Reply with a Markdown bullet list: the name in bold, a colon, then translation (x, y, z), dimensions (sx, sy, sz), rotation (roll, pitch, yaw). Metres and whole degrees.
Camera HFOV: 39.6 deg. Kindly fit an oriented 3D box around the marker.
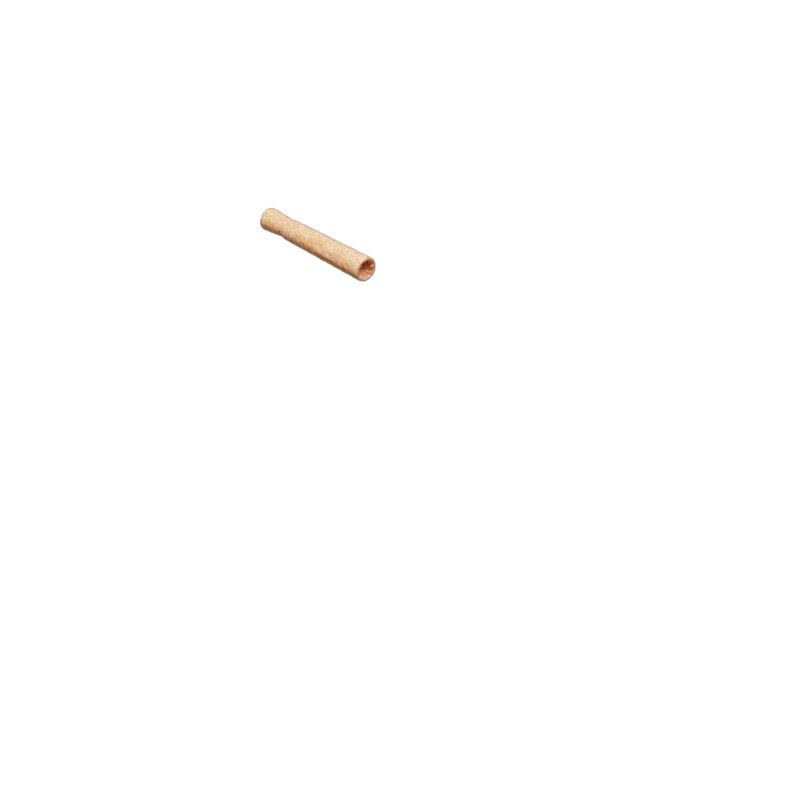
- **marker**: translation (-0.065, -0.118, 0.826), dimensions (0.019, 0.019, 0.130), rotation (-3, 26, -43)
